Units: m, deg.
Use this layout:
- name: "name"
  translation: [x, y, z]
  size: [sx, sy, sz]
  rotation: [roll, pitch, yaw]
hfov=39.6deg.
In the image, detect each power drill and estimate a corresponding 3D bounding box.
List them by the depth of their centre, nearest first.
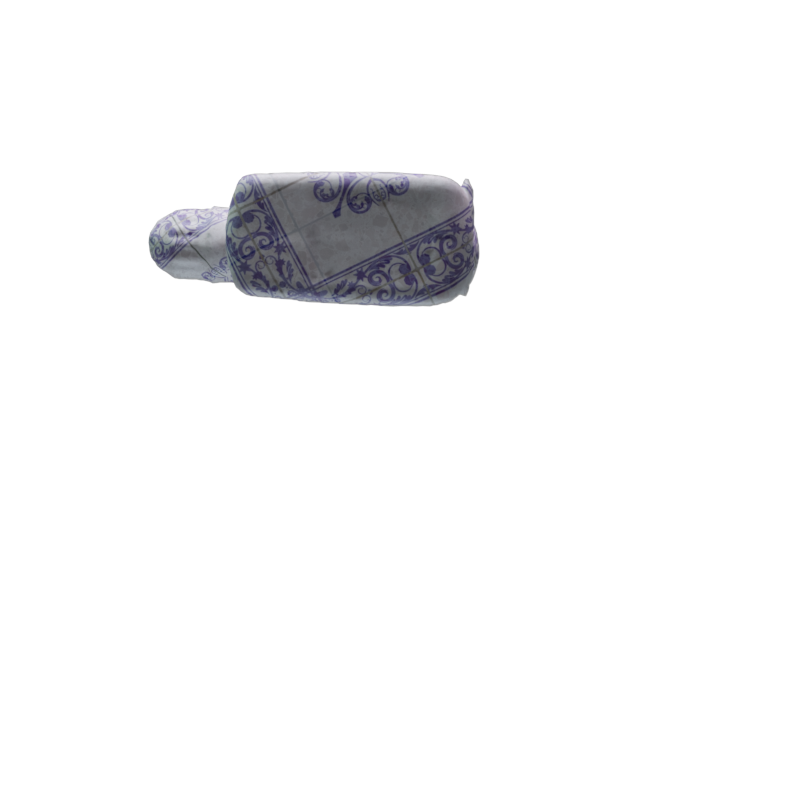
- name: "power drill"
  translation: [-0.043, -0.079, 0.555]
  size: [0.184, 0.057, 0.189]
  rotation: [0, 7, -2]
